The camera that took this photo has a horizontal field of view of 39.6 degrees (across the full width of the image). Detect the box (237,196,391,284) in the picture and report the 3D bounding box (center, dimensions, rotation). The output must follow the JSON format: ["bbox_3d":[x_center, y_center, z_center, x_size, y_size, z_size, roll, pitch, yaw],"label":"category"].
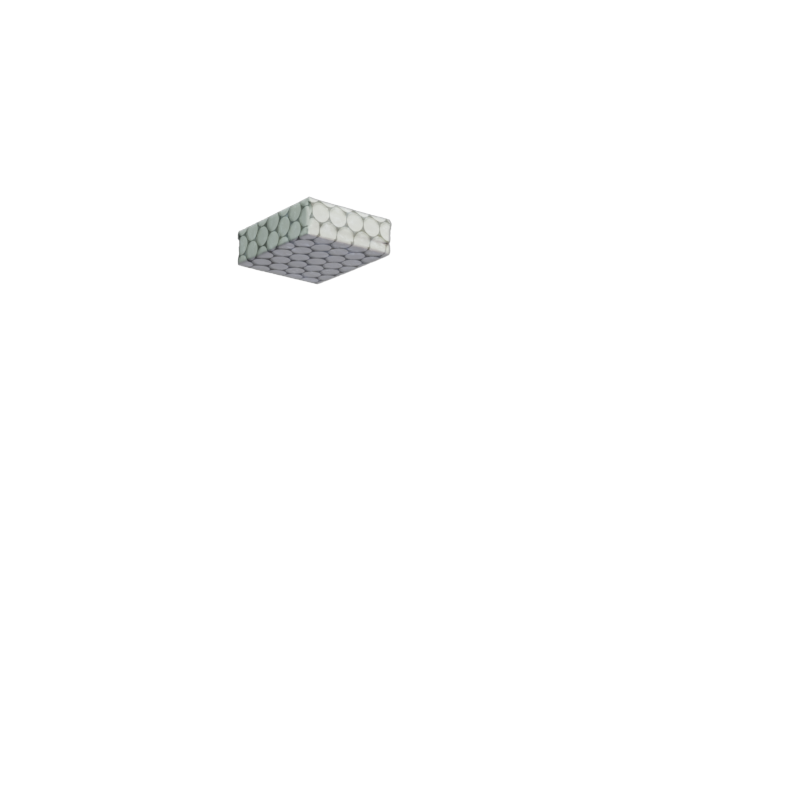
[{"bbox_3d":[-0.061,-0.112,0.786,0.069,0.031,0.090,11,-17,-38],"label":"box"}]
